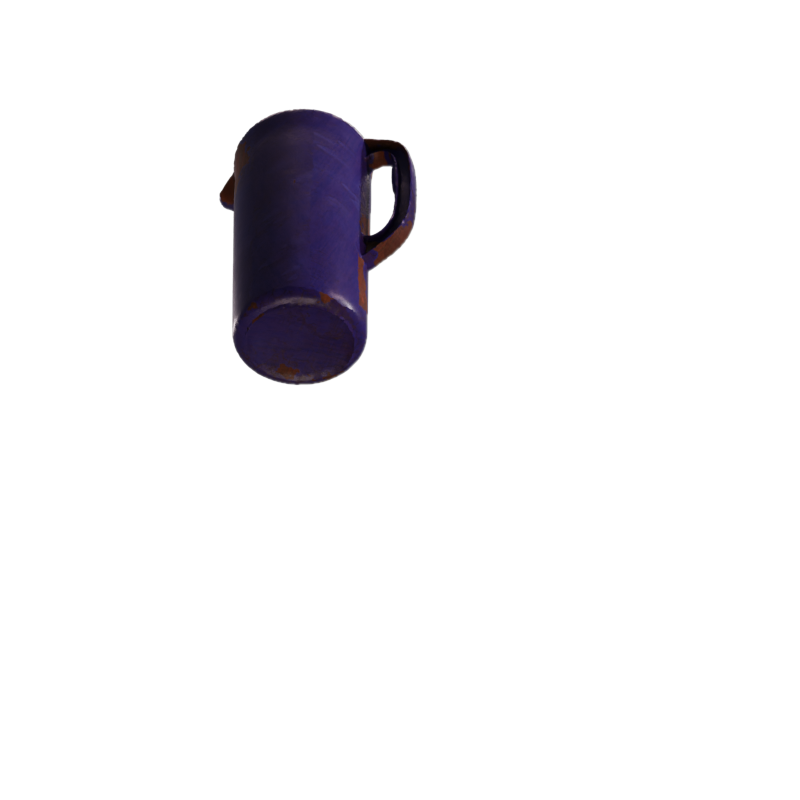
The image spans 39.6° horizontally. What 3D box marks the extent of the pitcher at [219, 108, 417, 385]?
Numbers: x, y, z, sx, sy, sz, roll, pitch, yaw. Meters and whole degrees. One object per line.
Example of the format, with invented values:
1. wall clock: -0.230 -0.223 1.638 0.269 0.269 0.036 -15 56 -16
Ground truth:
1. pitcher: -0.075 -0.137 0.962 0.140 0.261 0.144 19 -50 -21
